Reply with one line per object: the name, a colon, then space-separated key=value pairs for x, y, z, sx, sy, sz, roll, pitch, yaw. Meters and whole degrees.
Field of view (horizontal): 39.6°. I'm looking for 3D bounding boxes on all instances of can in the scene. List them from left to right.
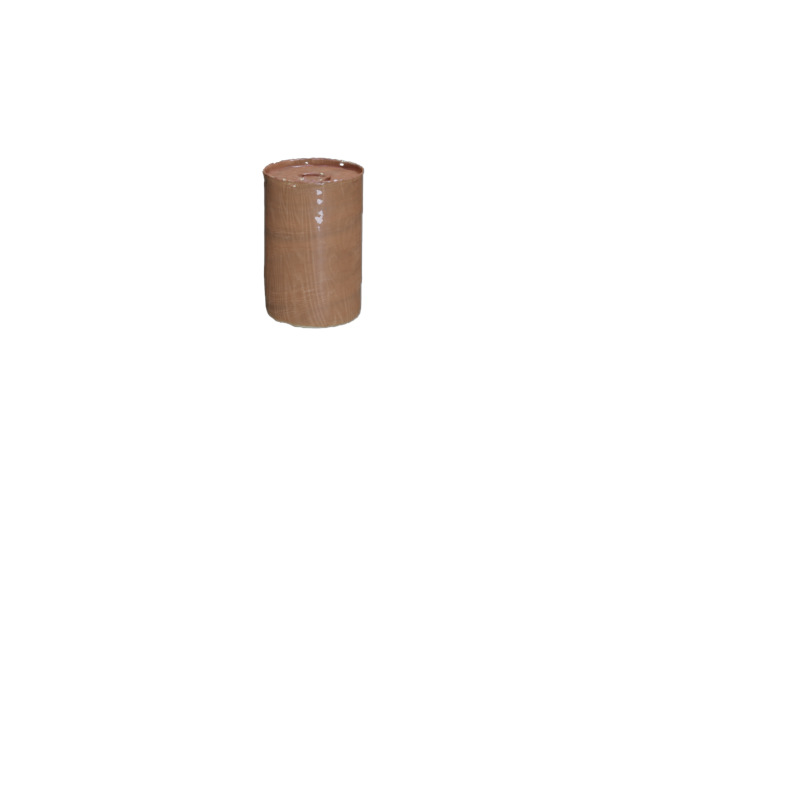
can: x=-0.059 y=-0.108 z=0.753 sx=0.068 sy=0.098 sz=0.072 roll=0 pitch=20 yaw=-2
